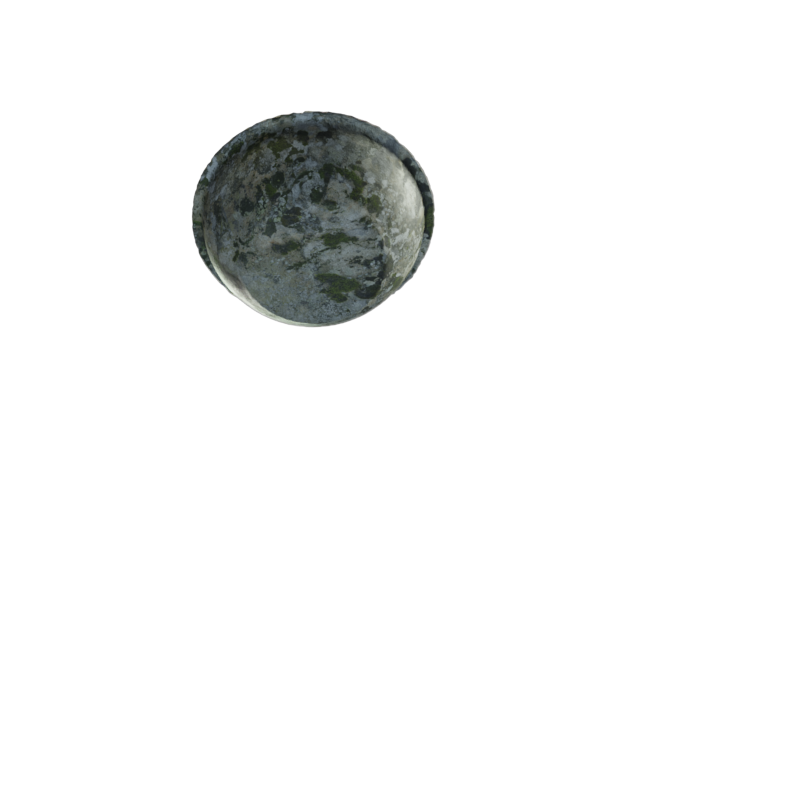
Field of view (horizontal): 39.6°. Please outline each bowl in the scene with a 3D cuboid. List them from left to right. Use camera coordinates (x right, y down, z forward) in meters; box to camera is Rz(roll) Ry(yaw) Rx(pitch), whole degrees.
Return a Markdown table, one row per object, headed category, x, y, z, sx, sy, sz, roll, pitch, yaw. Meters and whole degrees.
| category | x | y | z | sx | sy | sz | roll | pitch | yaw |
| --- | --- | --- | --- | --- | --- | --- | --- | --- | --- |
| bowl | -0.056 | -0.102 | 0.714 | 0.162 | 0.152 | 0.059 | 1 | 35 | -1 |
